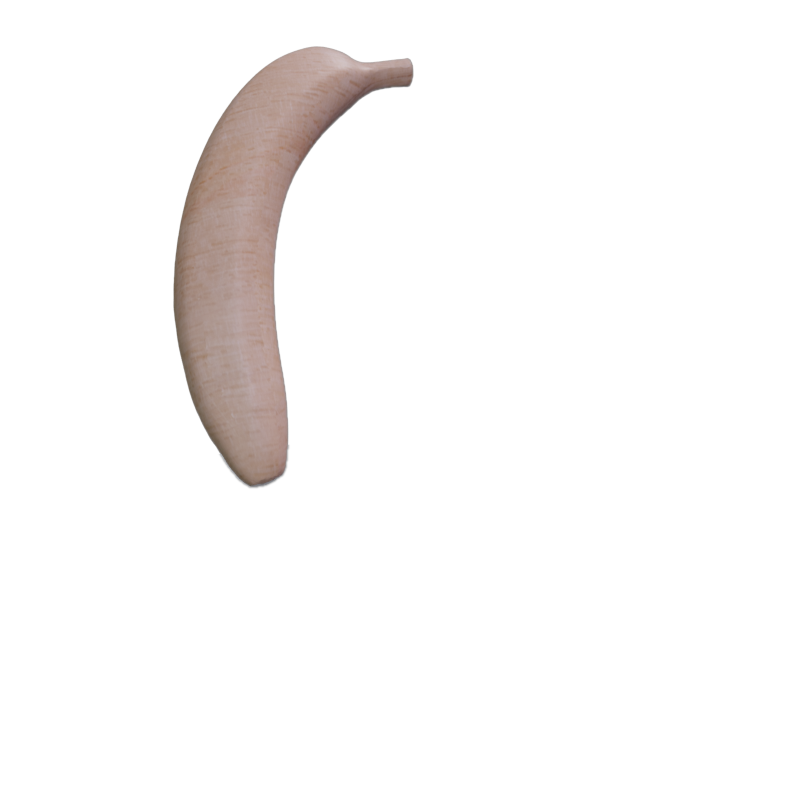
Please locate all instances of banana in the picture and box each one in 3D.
[{"bbox_3d":[-0.050,-0.068,0.424,0.070,0.207,0.035,13,-26,6],"label":"banana"}]
